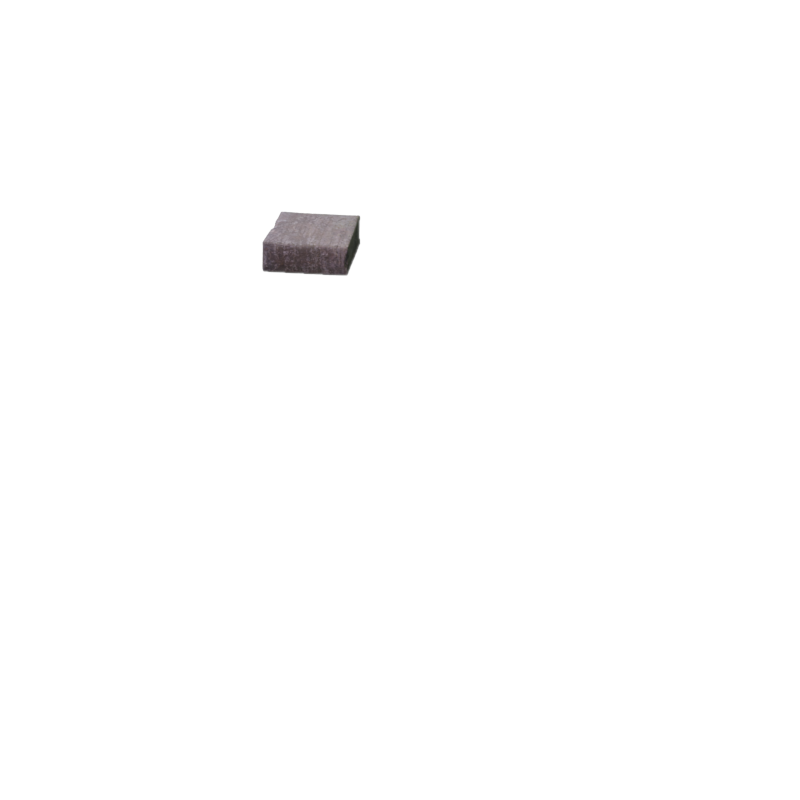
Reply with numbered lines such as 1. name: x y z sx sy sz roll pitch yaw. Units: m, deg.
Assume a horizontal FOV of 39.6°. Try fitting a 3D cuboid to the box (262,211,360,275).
1. box: -0.075 -0.137 0.962 0.074 0.029 0.093 3 26 6
